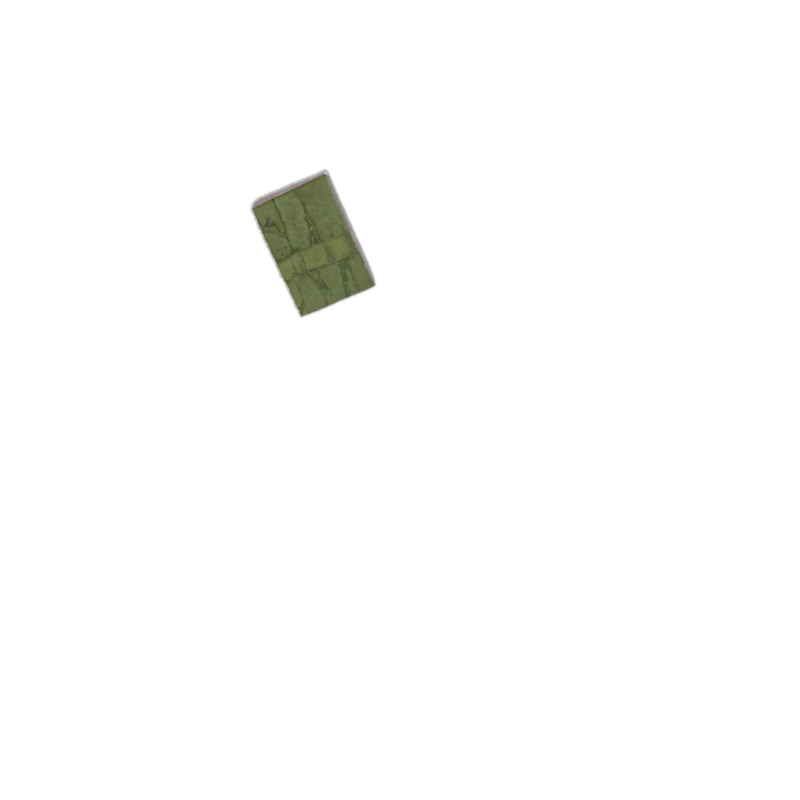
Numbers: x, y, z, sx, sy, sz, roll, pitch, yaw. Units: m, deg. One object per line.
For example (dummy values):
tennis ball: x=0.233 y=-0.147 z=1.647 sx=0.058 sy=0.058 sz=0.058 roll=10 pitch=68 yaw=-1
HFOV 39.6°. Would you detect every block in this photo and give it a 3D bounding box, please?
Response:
block: x=-0.055 y=-0.101 z=0.706 sx=0.053 sy=0.076 sz=0.053 roll=-23 pitch=11 yaw=3
